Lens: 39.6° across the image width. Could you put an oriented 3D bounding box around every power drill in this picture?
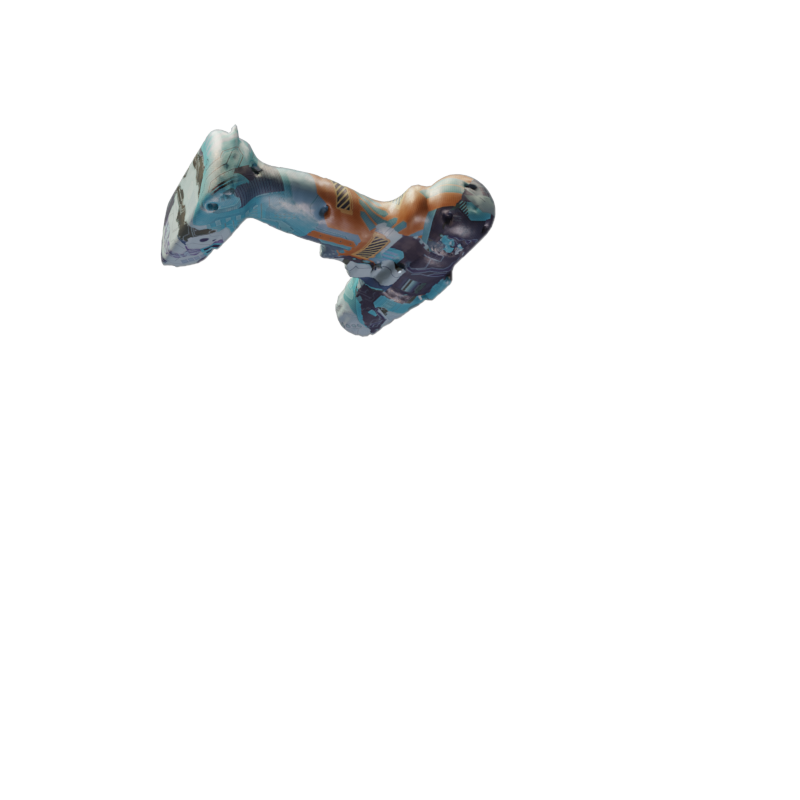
[{"bbox_3d":[-0.057,-0.104,0.727,0.181,0.061,0.180,11,-28,-22],"label":"power drill"}]
